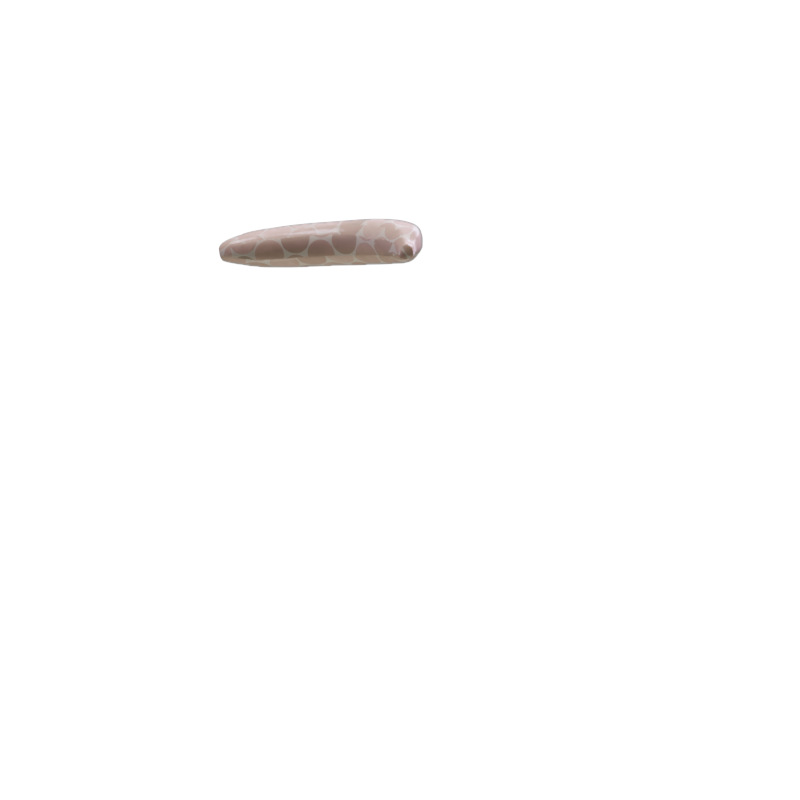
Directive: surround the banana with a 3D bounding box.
[{"bbox_3d":[-0.054,-0.126,0.885,0.205,0.037,0.067,3,4,38],"label":"banana"}]
